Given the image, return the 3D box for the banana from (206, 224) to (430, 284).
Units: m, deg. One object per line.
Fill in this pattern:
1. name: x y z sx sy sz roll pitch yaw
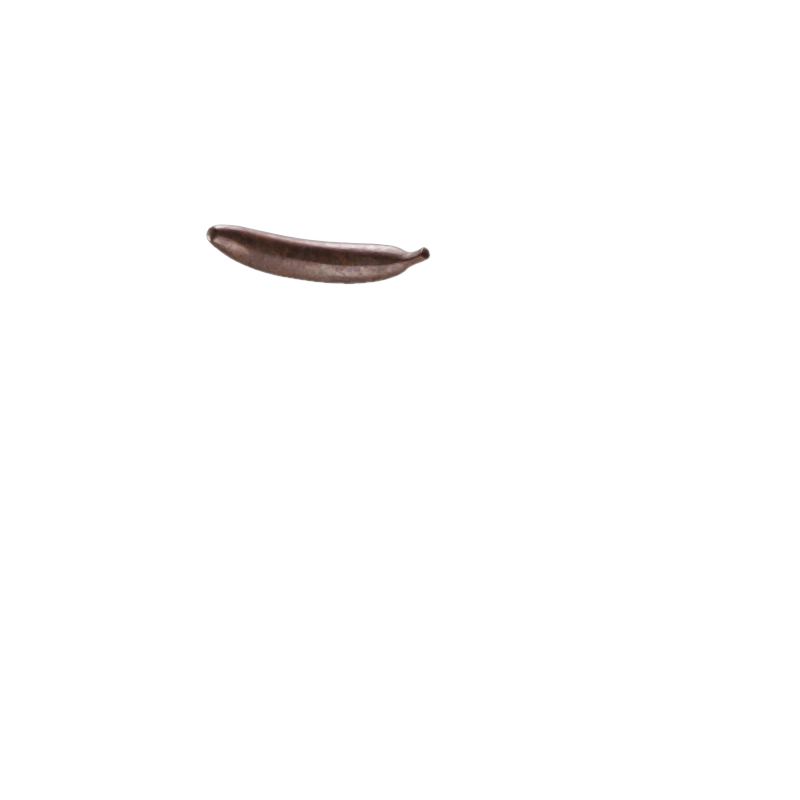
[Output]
1. banana: -0.077 -0.133 1.003 0.196 0.039 0.066 3 -27 -7
